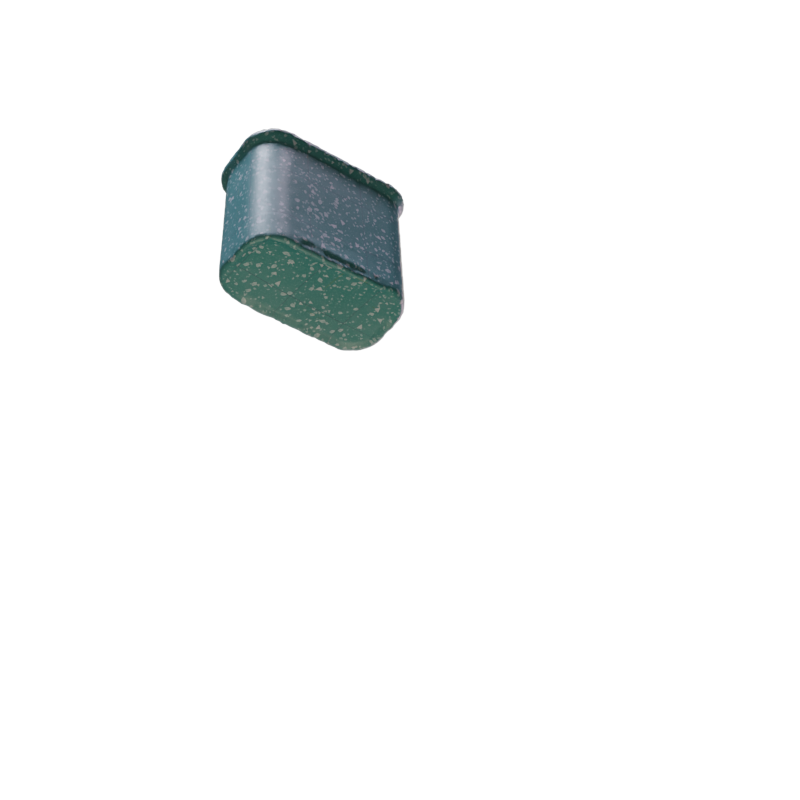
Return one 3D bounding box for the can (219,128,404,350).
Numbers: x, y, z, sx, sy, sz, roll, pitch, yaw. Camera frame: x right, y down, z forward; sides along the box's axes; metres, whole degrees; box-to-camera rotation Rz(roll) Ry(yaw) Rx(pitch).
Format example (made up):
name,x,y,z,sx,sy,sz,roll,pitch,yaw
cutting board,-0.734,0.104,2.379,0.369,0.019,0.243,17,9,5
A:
name,x,y,z,sx,sy,sz,roll,pitch,yaw
can,-0.046,-0.084,0.591,0.097,0.090,0.056,24,-50,-25
